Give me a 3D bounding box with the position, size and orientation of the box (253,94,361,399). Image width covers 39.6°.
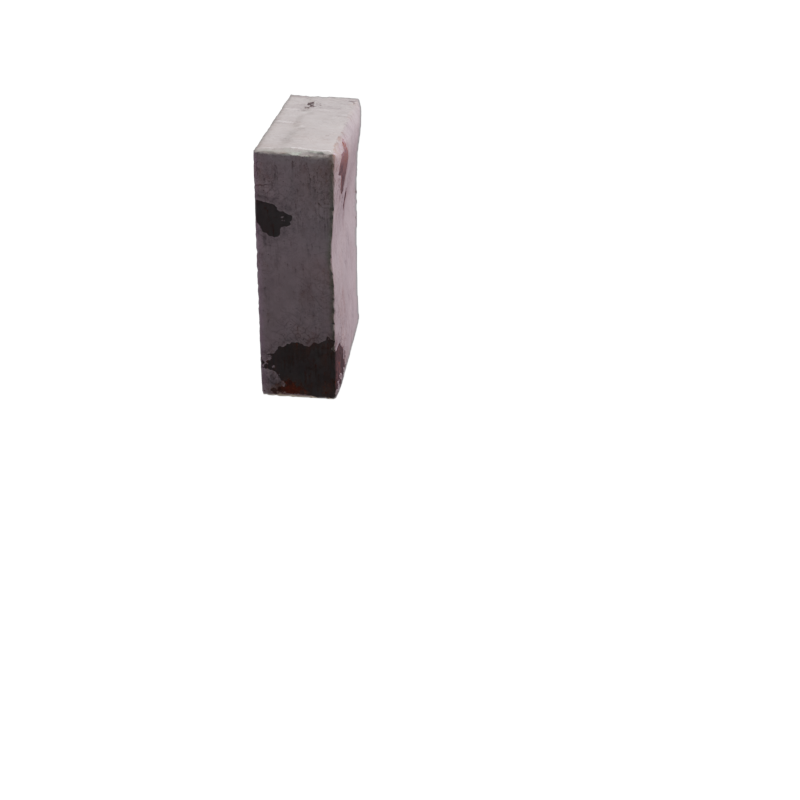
[{"bbox_3d":[-0.074,-0.134,0.939,0.072,0.203,0.172,3,26,4],"label":"box"}]
